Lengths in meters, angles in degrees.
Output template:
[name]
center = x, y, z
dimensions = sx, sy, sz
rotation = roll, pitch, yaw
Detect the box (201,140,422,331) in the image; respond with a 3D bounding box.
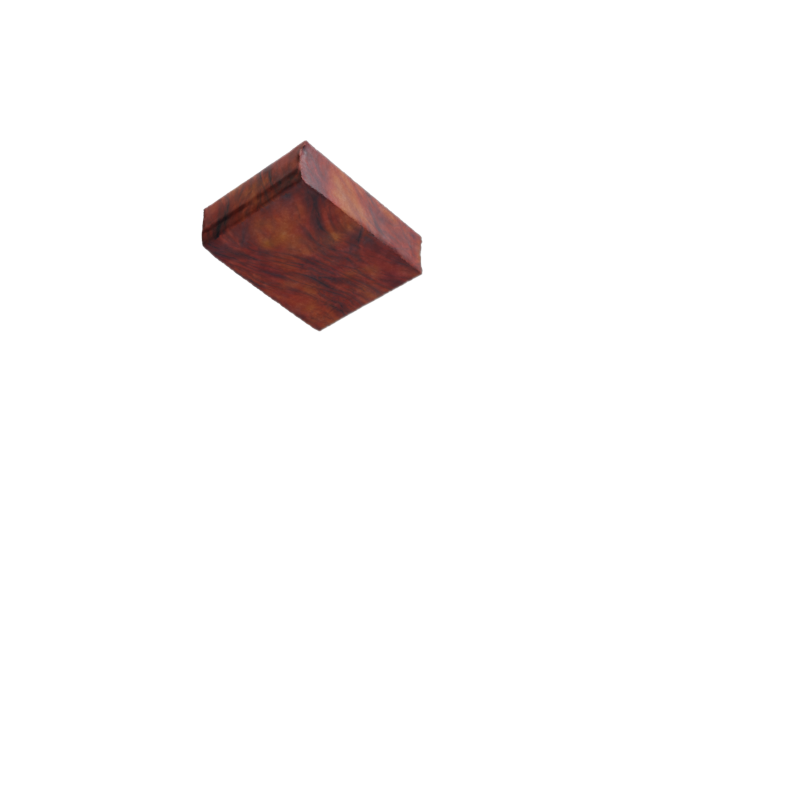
[box]
center = -0.054, -0.099, 0.692
dimensions = 0.090, 0.042, 0.106
rotation = -29, -46, 31
